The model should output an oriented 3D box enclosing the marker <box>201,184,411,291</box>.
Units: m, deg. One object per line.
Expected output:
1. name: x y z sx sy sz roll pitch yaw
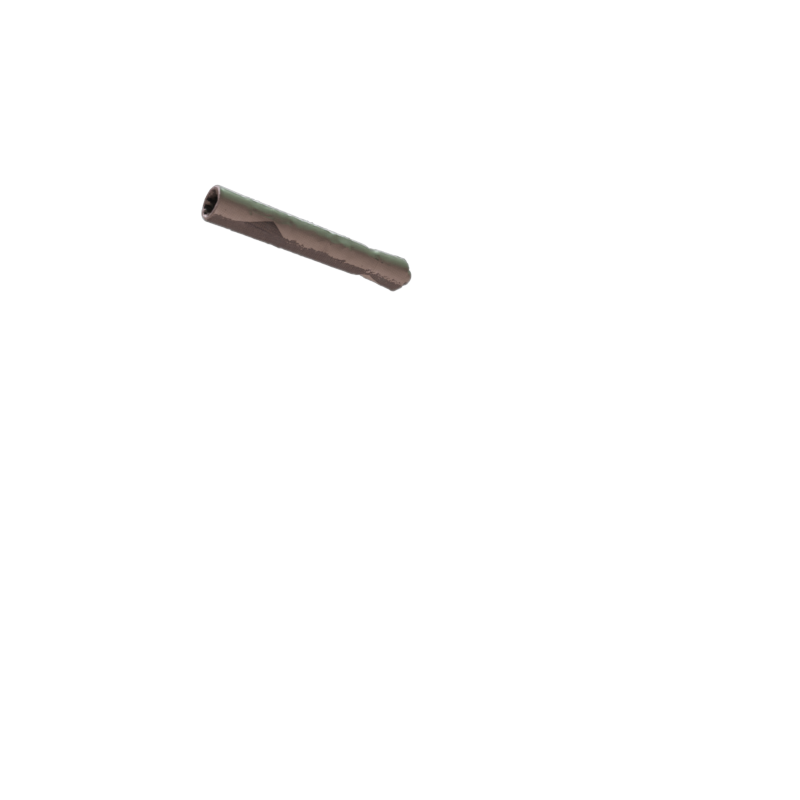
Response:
1. marker: -0.044 -0.081 0.564 0.115 0.020 0.020 18 -6 -29
